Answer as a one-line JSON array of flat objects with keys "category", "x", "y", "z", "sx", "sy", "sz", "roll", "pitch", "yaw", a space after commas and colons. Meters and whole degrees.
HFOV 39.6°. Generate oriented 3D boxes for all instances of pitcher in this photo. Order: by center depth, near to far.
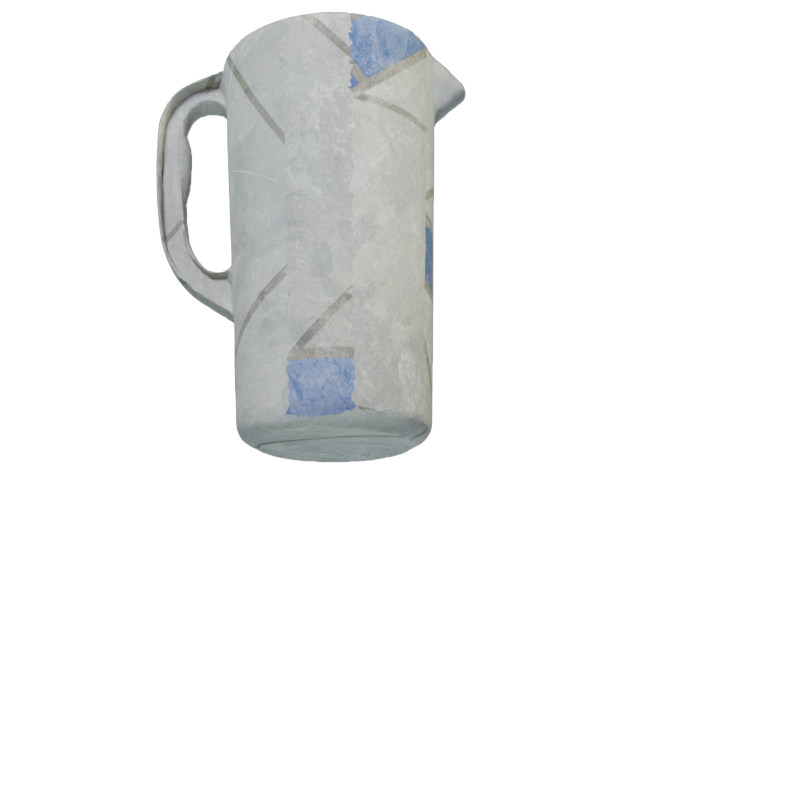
[{"category": "pitcher", "x": -0.051, "y": -0.093, "z": 0.652, "sx": 0.151, "sy": 0.255, "sz": 0.136, "roll": -20, "pitch": -27, "yaw": 41}]
